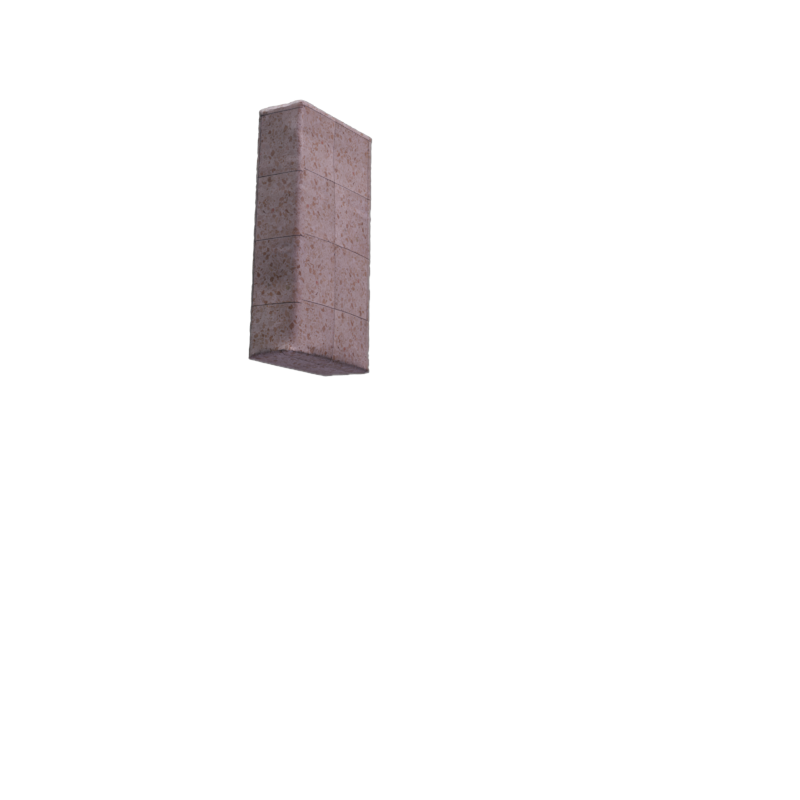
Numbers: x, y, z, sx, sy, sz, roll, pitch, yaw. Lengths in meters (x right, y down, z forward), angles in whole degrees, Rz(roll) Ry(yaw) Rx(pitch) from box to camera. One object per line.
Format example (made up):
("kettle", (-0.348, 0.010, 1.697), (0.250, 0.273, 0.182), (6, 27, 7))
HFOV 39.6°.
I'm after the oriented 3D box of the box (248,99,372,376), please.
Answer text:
("box", (-0.061, -0.110, 0.773), (0.049, 0.183, 0.088), (-11, -17, 31))
